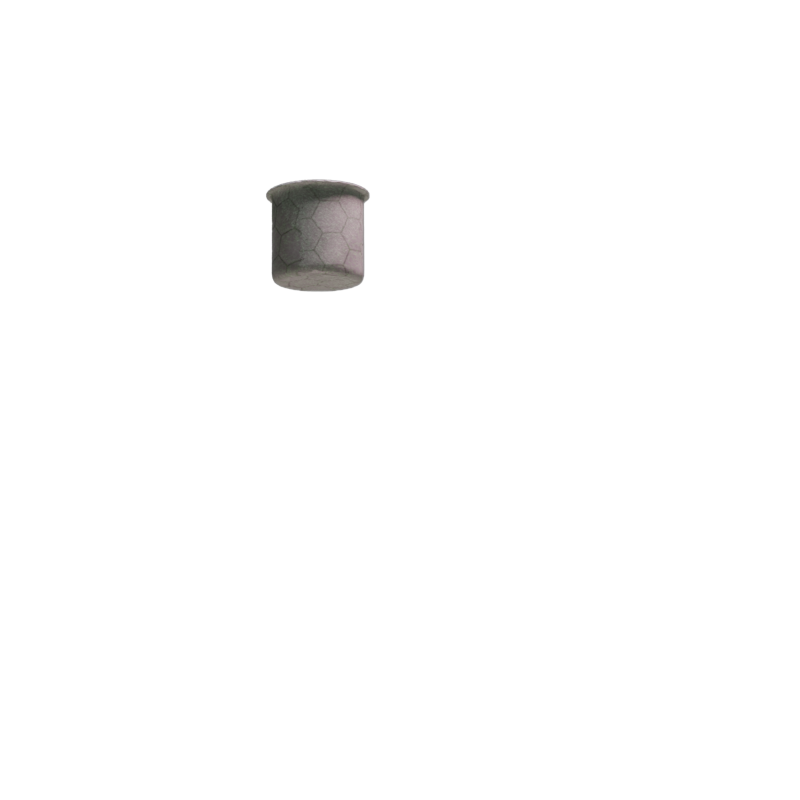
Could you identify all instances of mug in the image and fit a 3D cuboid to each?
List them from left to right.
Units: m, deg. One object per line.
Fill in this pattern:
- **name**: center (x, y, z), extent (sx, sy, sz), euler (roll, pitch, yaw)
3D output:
- **mug**: center (-0.078, -0.142, 0.991), extent (0.090, 0.084, 0.117), euler (4, -10, -23)
